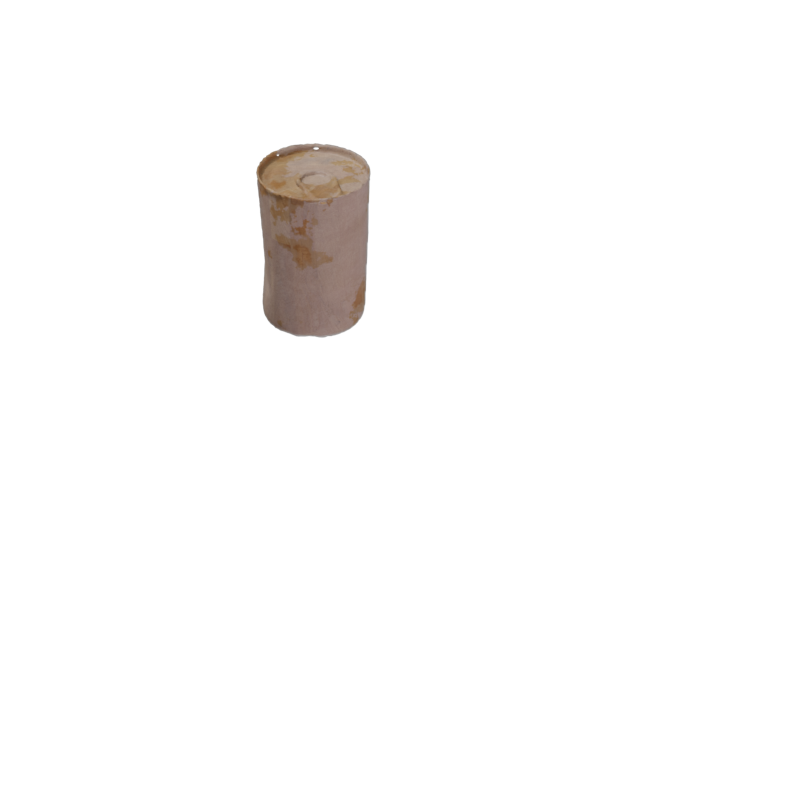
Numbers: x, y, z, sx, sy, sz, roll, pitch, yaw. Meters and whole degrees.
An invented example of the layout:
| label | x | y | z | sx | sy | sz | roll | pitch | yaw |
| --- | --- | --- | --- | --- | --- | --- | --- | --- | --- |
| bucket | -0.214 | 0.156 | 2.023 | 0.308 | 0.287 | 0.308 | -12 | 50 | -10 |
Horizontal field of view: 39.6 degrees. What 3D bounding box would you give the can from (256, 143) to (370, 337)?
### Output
| label | x | y | z | sx | sy | sz | roll | pitch | yaw |
| --- | --- | --- | --- | --- | --- | --- | --- | --- | --- |
| can | -0.054 | -0.098 | 0.685 | 0.068 | 0.096 | 0.073 | 0 | 36 | -3 |
